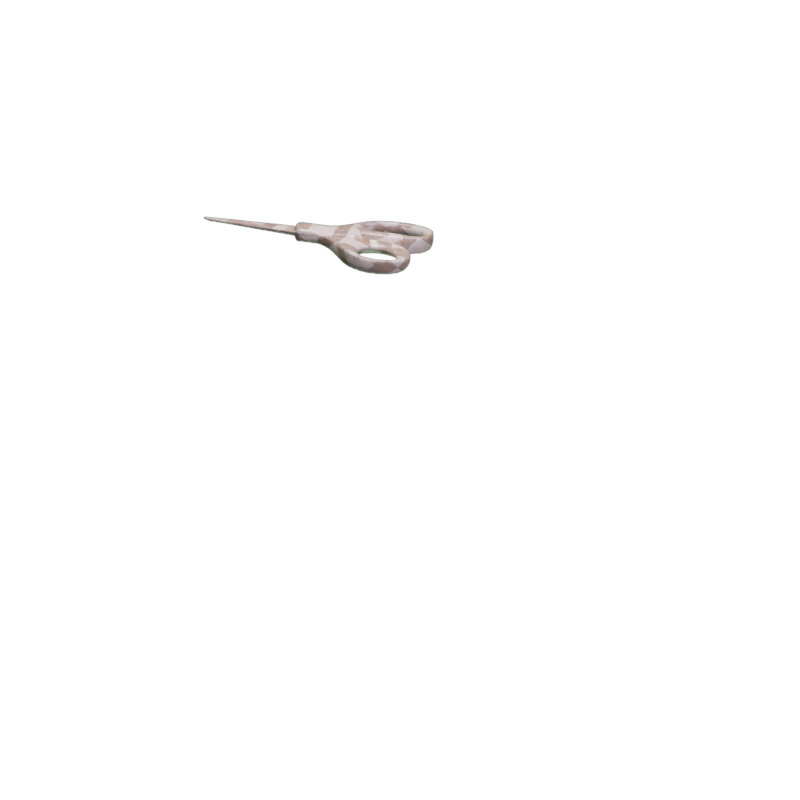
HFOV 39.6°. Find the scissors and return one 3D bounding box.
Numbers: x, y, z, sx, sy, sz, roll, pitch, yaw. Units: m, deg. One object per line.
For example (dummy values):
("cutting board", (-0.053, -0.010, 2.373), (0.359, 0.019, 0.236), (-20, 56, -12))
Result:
("scissors", (-0.073, -0.133, 0.933), (0.203, 0.015, 0.101), (2, 29, 3))
